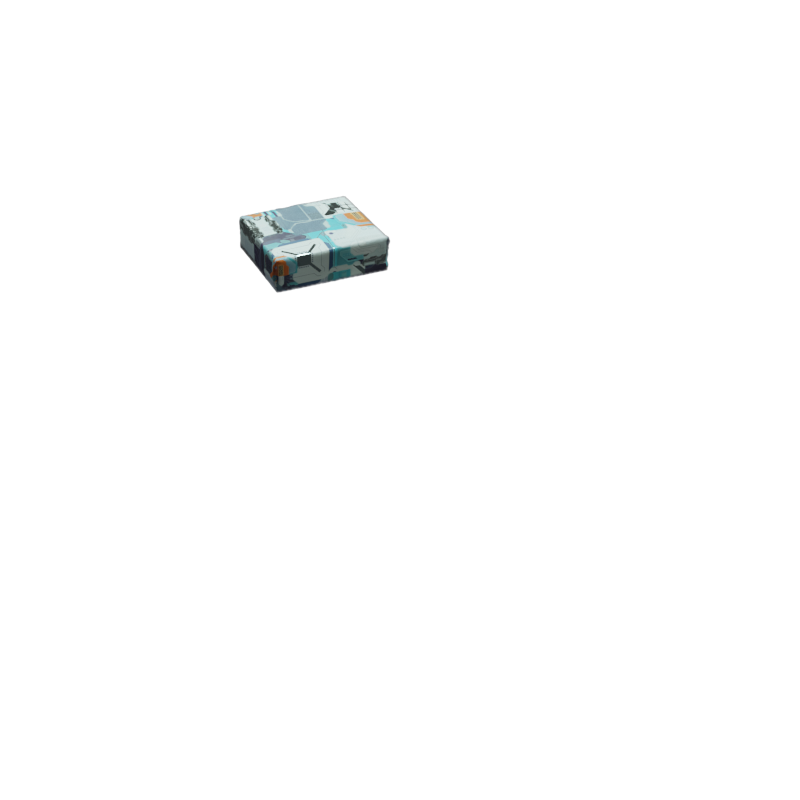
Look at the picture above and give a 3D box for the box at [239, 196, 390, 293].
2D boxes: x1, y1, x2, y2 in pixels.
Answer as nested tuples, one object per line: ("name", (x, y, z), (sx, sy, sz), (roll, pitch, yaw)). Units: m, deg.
("box", (-0.062, -0.114, 0.800), (0.088, 0.028, 0.079), (-15, 37, -21))
